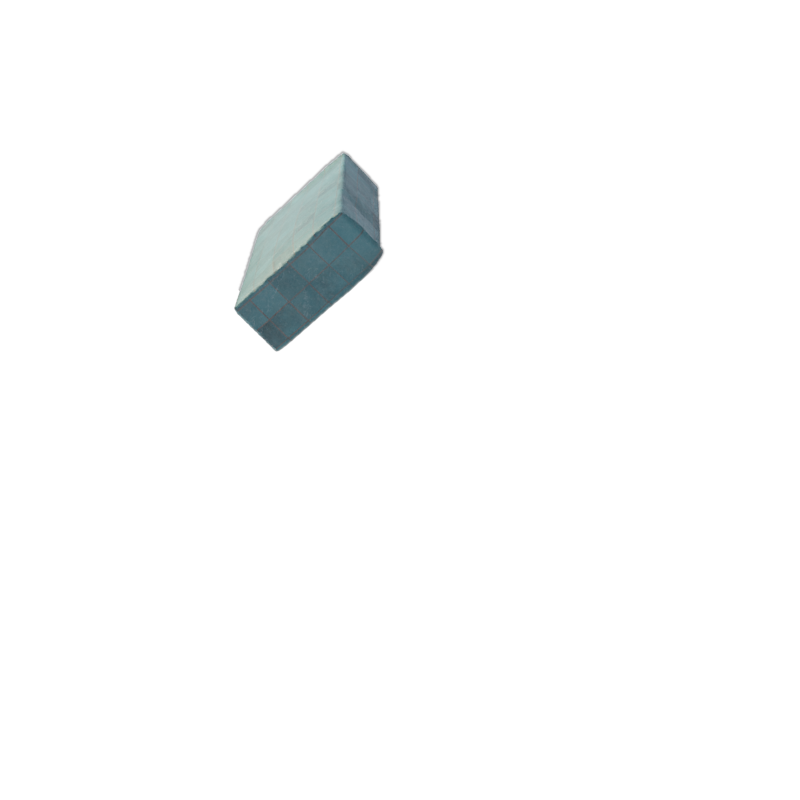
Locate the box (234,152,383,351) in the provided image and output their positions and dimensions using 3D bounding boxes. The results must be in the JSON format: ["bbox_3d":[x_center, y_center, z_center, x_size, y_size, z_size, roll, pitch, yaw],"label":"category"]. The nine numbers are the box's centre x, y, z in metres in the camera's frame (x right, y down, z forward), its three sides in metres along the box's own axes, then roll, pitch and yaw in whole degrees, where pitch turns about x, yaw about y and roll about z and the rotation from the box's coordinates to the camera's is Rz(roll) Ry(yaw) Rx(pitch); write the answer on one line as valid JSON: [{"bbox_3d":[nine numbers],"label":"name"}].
[{"bbox_3d":[-0.059,-0.107,0.747,0.093,0.046,0.185,-40,21,13],"label":"box"}]
